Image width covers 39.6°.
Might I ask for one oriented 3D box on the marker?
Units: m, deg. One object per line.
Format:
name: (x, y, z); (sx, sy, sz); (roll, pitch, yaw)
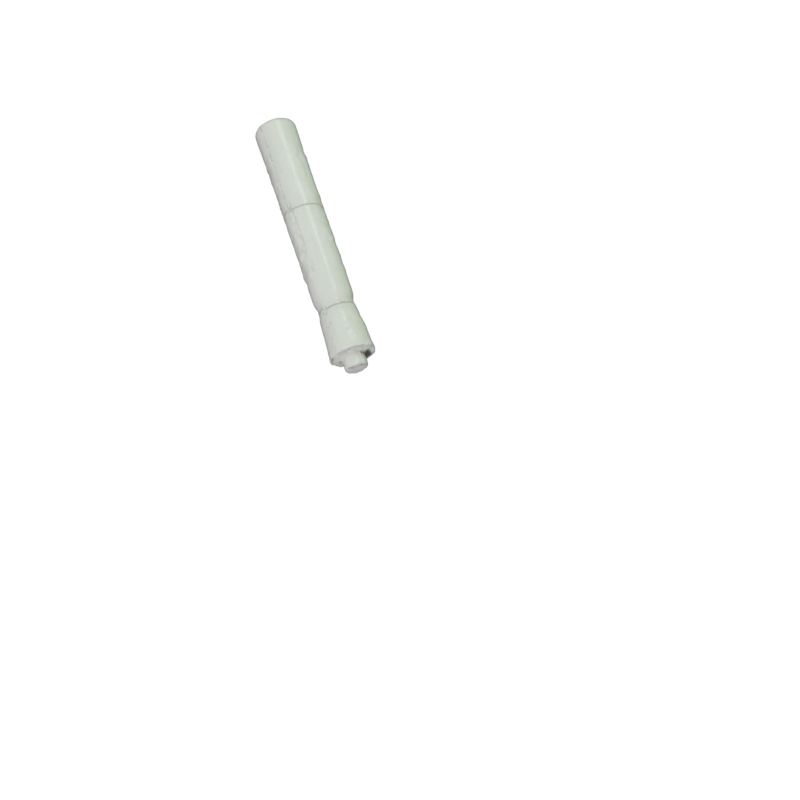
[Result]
marker: (-0.036, -0.066, 0.463); (0.020, 0.129, 0.019); (-15, -28, -9)
